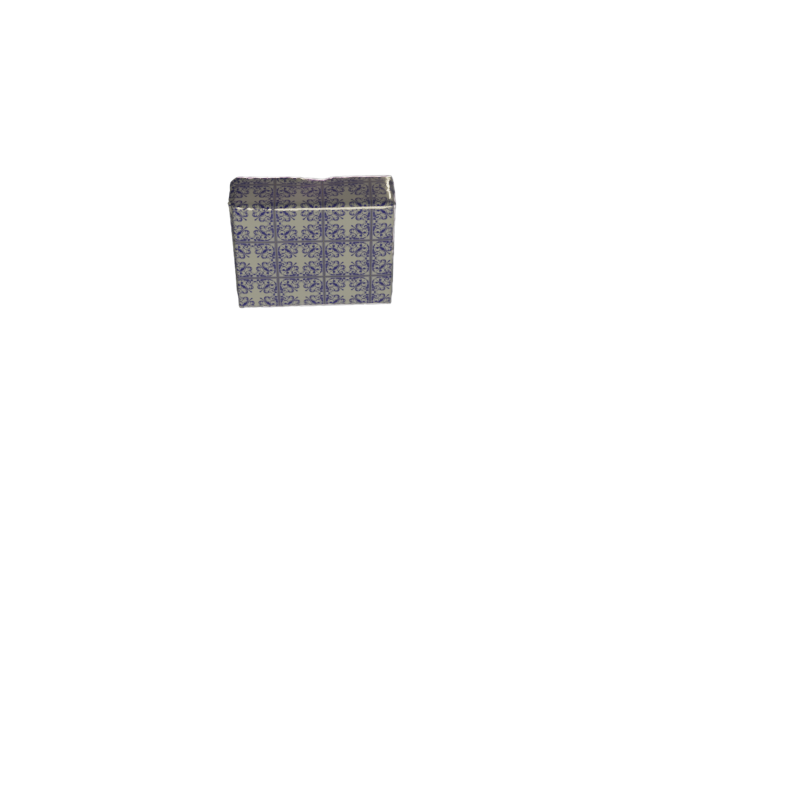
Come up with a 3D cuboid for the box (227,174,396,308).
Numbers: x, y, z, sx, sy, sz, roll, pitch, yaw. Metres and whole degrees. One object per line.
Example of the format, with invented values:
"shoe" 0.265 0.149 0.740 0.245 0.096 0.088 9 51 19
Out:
"box" -0.048 -0.087 0.613 0.089 0.068 0.032 0 44 0
